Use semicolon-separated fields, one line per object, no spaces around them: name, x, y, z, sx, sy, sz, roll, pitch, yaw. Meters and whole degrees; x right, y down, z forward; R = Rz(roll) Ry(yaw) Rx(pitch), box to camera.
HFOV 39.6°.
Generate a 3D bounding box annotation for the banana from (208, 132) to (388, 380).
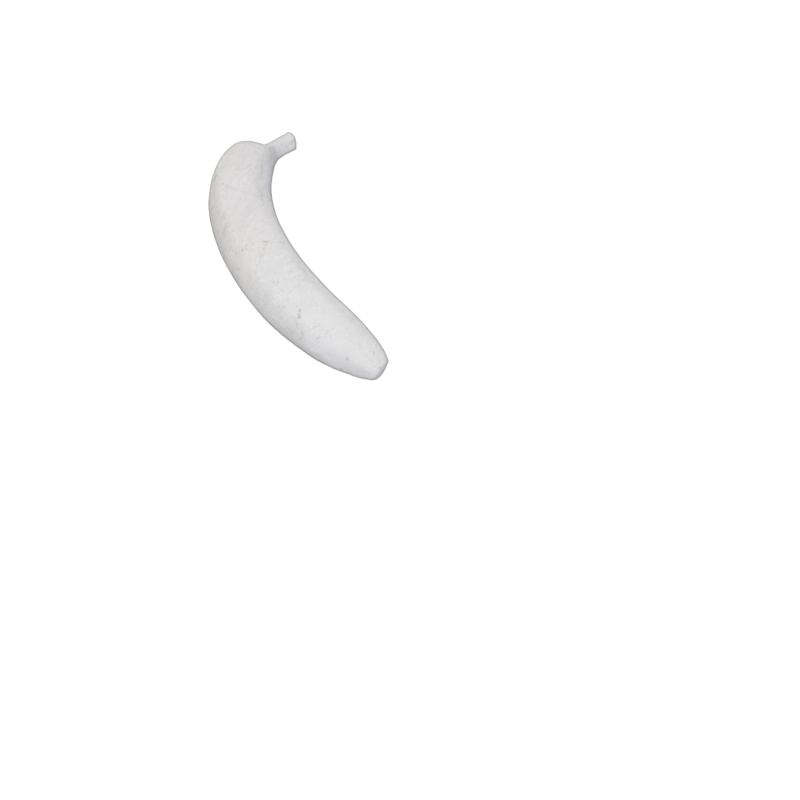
banana;-0.068;-0.088;0.626;0.069;0.214;0.034;-13;-38;-11
